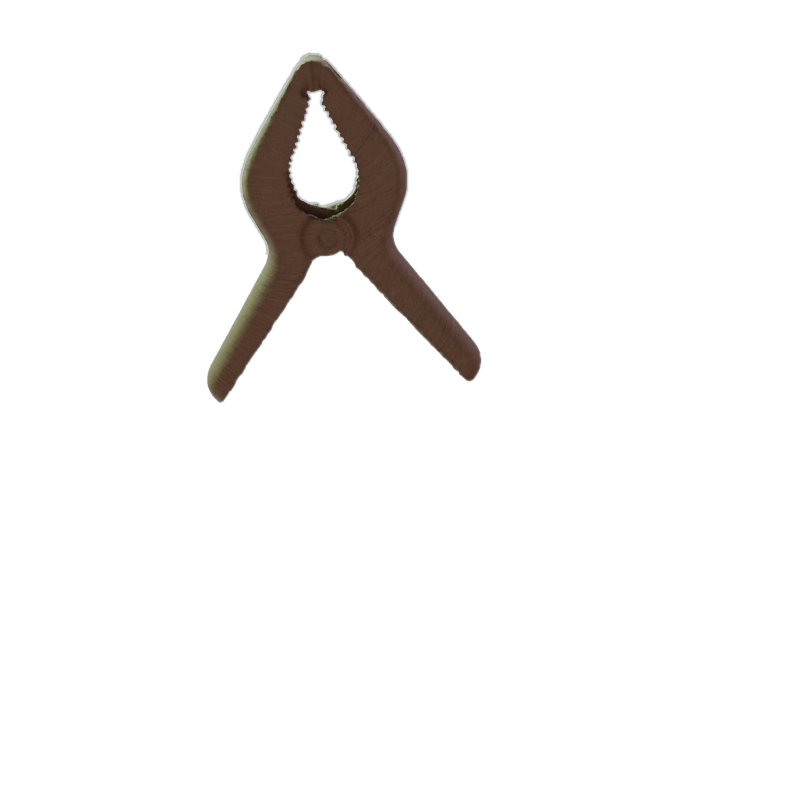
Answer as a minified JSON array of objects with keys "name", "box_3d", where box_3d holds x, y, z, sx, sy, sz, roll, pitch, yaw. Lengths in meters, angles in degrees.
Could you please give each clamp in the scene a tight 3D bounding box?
[{"name":"clamp","box_3d":[-0.051,-0.092,0.645,0.165,0.201,0.038,-11,18,3]}]
